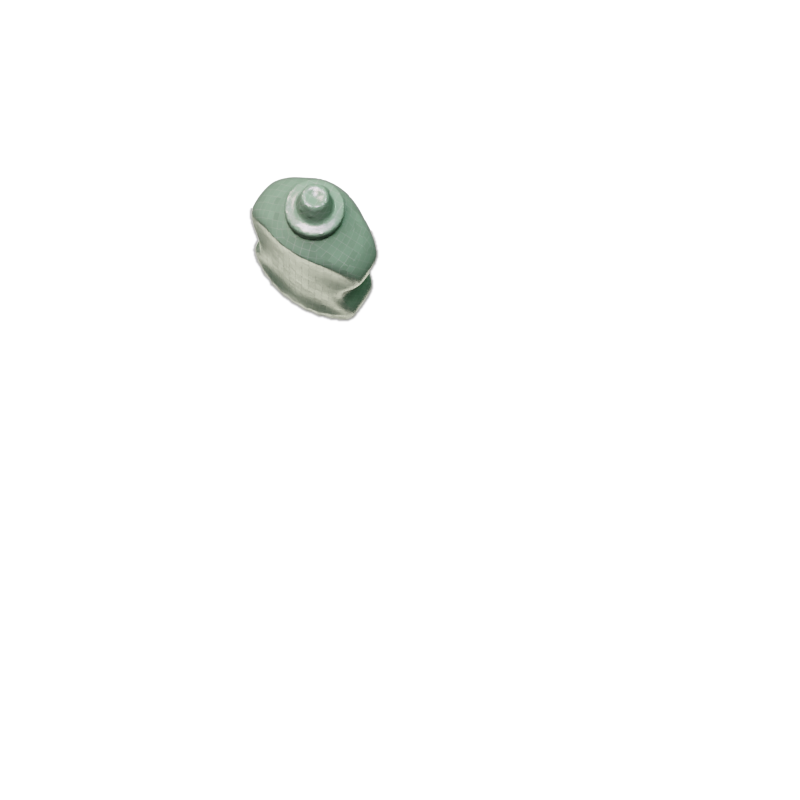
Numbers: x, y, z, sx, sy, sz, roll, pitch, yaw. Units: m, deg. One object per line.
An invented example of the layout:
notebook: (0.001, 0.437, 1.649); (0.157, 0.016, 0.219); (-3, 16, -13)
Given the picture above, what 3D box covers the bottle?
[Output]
bottle: (-0.063, -0.116, 0.812); (0.098, 0.059, 0.186); (36, -11, 4)
